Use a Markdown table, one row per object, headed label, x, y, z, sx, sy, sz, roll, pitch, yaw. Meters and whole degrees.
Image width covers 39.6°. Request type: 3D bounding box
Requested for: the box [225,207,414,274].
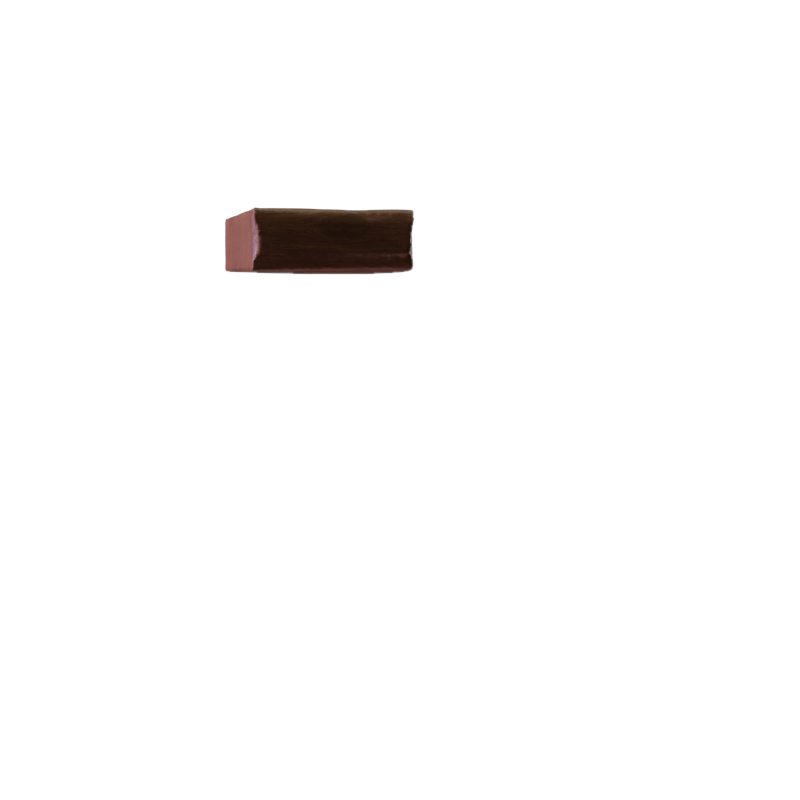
| label | x | y | z | sx | sy | sz | roll | pitch | yaw |
| --- | --- | --- | --- | --- | --- | --- | --- | --- | --- |
| box | -0.041 | -0.074 | 0.520 | 0.072 | 0.030 | 0.091 | -1 | 5 | -15 |
